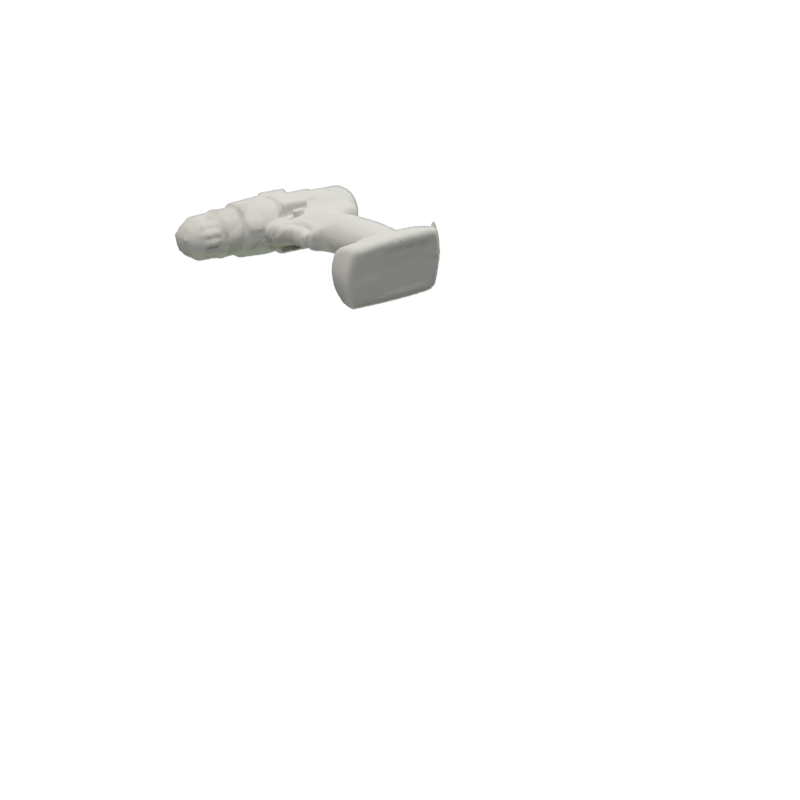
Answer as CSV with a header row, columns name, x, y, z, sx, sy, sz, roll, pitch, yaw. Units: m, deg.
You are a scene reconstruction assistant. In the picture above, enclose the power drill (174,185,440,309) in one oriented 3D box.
name,x,y,z,sx,sy,sz,roll,pitch,yaw
power drill,-0.074,-0.135,0.945,0.181,0.054,0.201,-20,33,-34
